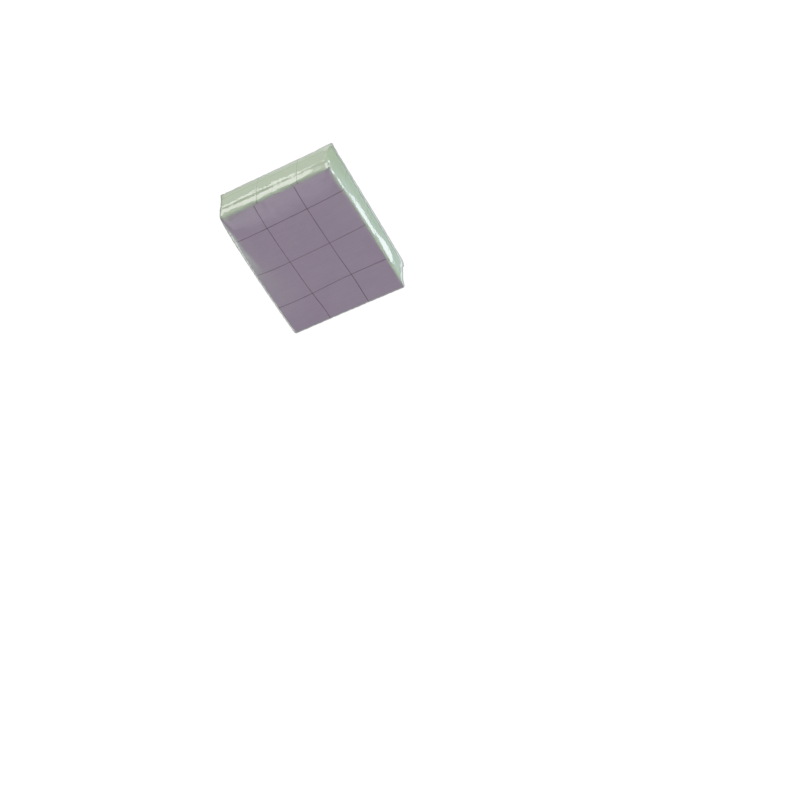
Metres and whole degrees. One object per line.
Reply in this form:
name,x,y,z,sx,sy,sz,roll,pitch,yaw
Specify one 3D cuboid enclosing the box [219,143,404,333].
box,-0.060,-0.110,0.771,0.090,0.106,0.042,-23,33,15
